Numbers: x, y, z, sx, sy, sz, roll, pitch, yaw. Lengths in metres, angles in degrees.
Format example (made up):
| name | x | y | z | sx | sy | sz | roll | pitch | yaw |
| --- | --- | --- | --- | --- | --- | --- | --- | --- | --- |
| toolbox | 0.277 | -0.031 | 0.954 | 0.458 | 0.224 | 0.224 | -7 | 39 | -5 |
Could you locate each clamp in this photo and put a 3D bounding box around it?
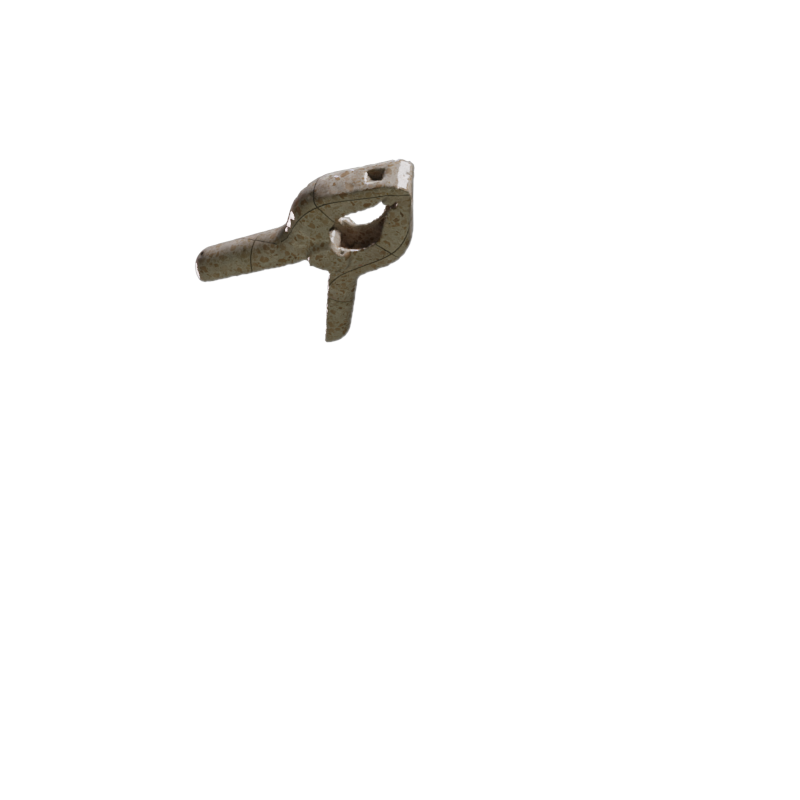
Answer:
| name | x | y | z | sx | sy | sz | roll | pitch | yaw |
| --- | --- | --- | --- | --- | --- | --- | --- | --- | --- |
| clamp | -0.056 | -0.103 | 0.721 | 0.116 | 0.042 | 0.166 | 17 | -40 | -22 |
